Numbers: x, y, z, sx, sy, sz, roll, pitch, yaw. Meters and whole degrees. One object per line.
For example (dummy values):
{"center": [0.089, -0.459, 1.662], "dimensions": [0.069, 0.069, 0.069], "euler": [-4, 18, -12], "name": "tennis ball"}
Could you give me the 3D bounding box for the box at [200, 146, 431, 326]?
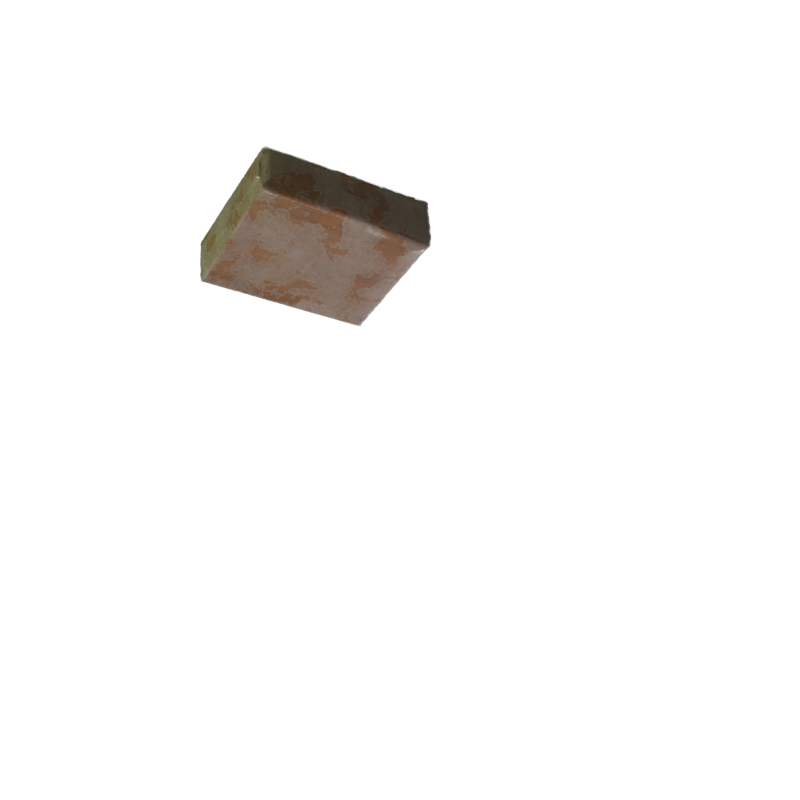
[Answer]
{"center": [-0.052, -0.094, 0.660], "dimensions": [0.109, 0.042, 0.087], "euler": [18, -41, -23], "name": "box"}
